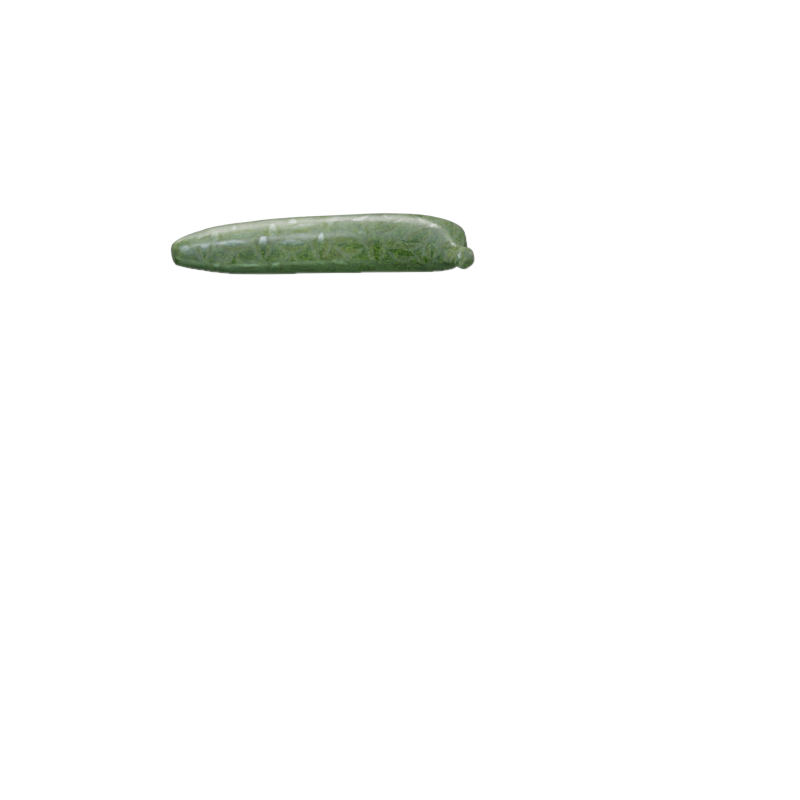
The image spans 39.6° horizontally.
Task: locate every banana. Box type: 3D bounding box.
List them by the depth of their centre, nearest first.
[{"bbox_3d":[-0.041,-0.096,0.676,0.204,0.037,0.067,2,3,25],"label":"banana"}]
